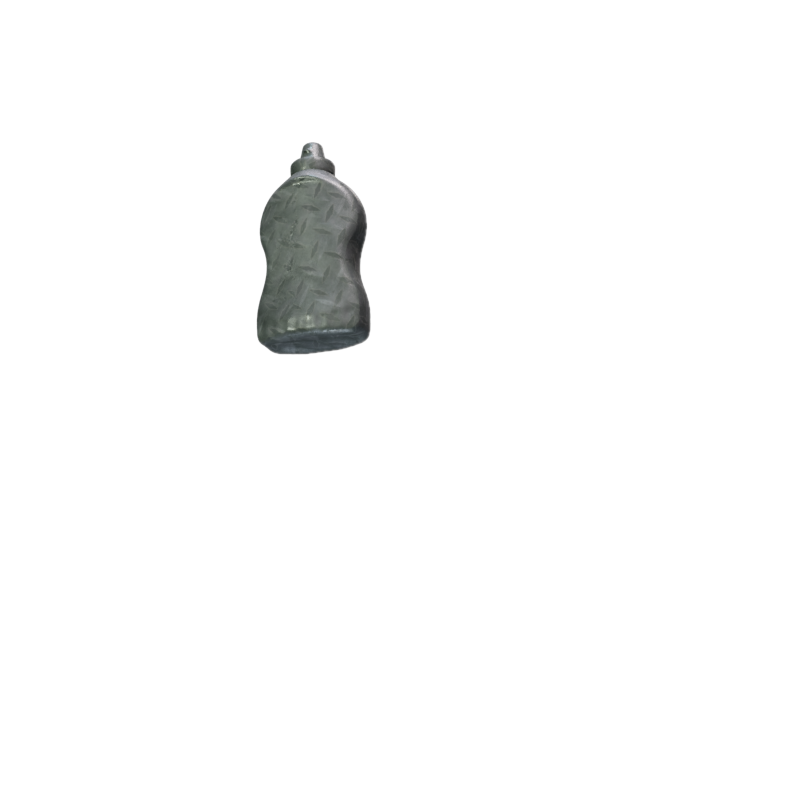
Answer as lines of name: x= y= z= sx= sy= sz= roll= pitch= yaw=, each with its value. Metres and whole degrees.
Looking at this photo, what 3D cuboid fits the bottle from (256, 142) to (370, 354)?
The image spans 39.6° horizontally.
bottle: x=-0.077 y=-0.140 z=0.981 sx=0.098 sy=0.202 sz=0.054 roll=-10 pitch=-24 yaw=20
